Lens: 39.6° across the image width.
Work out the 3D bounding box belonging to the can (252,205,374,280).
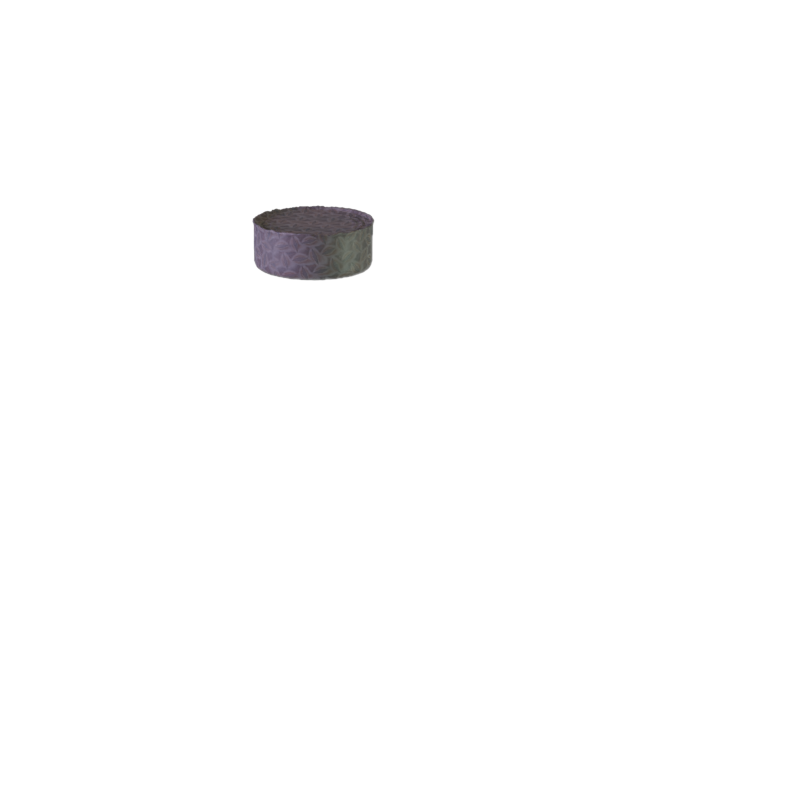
[{"bbox_3d":[-0.061,-0.112,0.785,0.086,0.032,0.090,-1,21,-2],"label":"can"}]
